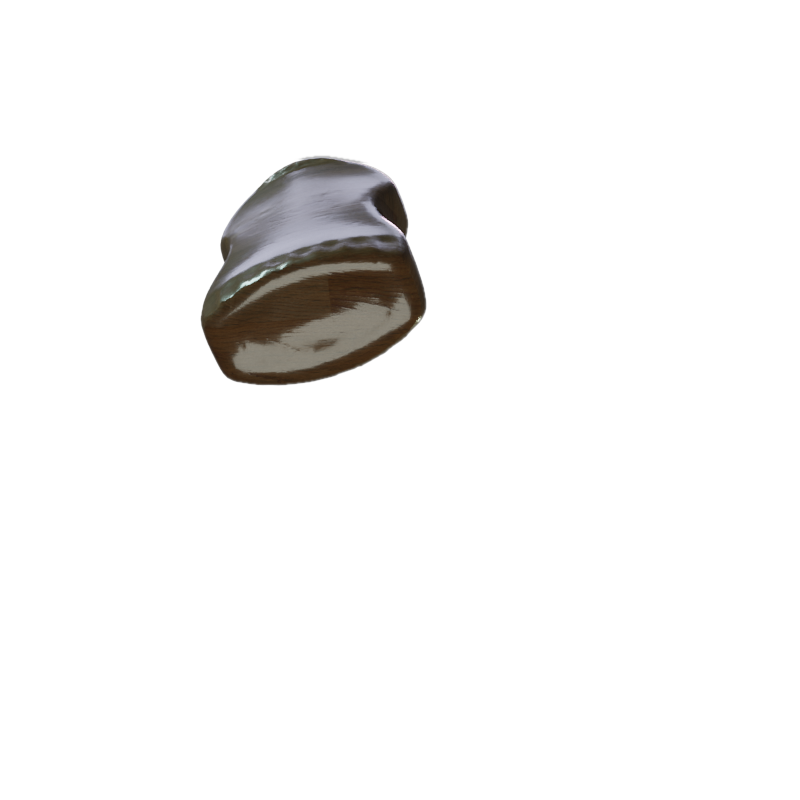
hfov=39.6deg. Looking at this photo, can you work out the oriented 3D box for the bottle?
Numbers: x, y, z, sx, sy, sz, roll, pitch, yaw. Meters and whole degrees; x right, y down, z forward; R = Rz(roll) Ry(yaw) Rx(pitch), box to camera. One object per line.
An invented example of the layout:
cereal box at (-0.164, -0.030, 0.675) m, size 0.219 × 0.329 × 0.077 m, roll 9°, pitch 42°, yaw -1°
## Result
bottle at (-0.043, -0.079, 0.556) m, size 0.096 × 0.055 × 0.202 m, roll -20°, pitch 27°, yaw 6°
